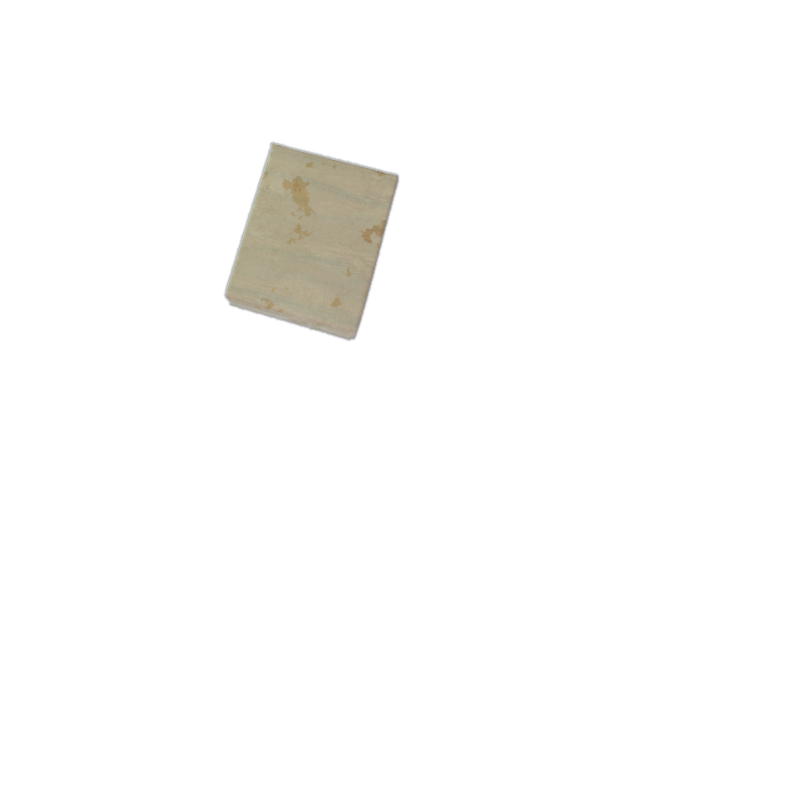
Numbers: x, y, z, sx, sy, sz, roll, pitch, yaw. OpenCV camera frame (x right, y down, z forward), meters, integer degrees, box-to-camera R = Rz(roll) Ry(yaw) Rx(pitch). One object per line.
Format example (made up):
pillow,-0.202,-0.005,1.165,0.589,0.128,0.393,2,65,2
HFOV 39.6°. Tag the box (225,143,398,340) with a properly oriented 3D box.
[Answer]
box,-0.058,-0.106,0.745,0.090,0.117,0.037,14,-15,3
